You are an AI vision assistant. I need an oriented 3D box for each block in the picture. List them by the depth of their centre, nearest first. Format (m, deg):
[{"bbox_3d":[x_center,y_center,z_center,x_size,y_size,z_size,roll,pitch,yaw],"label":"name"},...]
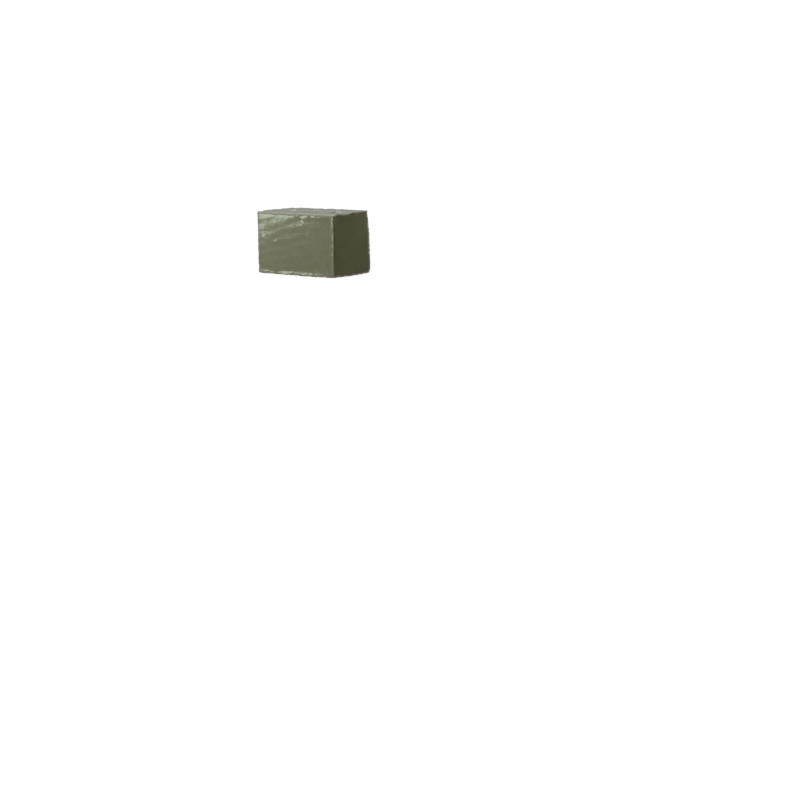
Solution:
[{"bbox_3d":[-0.070,-0.128,0.898,0.081,0.050,0.052,7,11,31],"label":"block"}]
